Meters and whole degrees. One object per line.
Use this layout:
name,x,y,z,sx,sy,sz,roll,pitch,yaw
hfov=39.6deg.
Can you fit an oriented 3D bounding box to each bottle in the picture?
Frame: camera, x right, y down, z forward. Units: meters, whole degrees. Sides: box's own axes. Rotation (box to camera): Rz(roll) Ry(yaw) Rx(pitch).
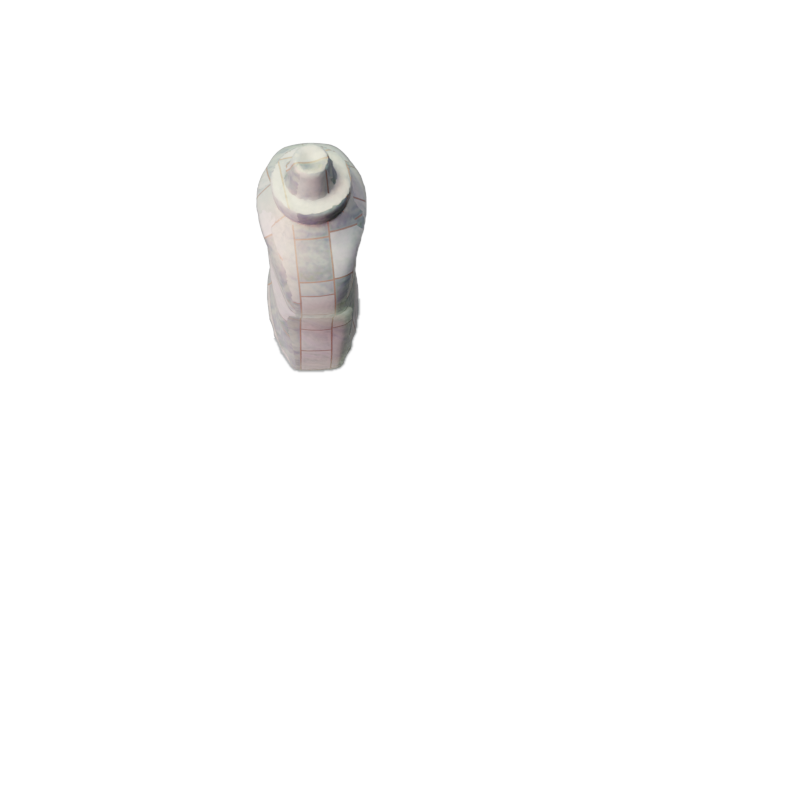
bottle,-0.049,-0.089,0.622,0.058,0.101,0.183,-1,-19,-4
